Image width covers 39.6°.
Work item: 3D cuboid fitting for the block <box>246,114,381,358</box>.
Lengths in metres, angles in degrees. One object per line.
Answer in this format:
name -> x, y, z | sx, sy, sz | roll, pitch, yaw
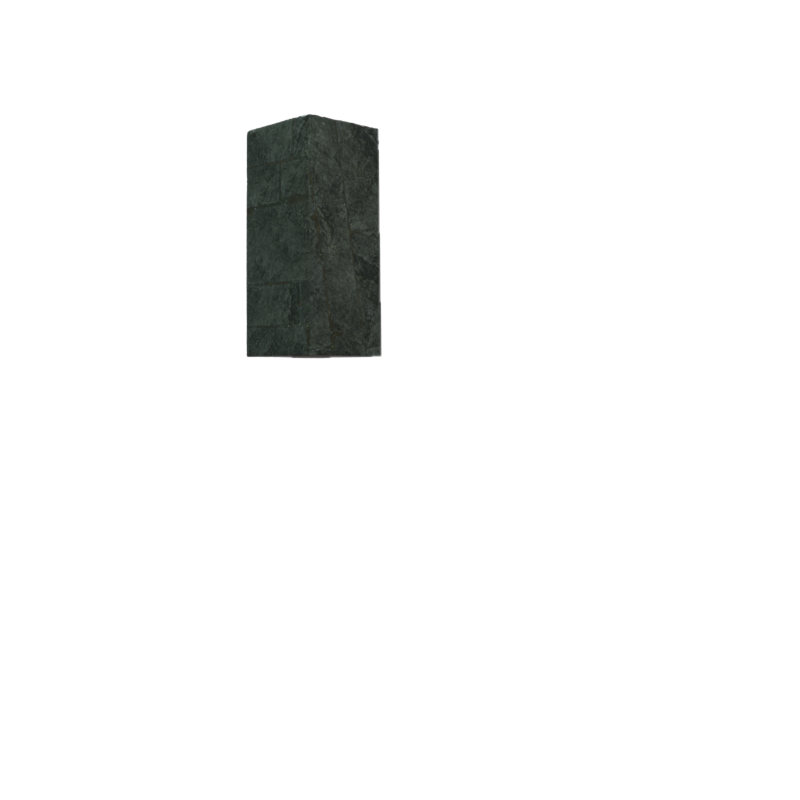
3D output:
block -> -0.079, -0.142, 0.997 | 0.086, 0.210, 0.093 | 5, -8, -43
